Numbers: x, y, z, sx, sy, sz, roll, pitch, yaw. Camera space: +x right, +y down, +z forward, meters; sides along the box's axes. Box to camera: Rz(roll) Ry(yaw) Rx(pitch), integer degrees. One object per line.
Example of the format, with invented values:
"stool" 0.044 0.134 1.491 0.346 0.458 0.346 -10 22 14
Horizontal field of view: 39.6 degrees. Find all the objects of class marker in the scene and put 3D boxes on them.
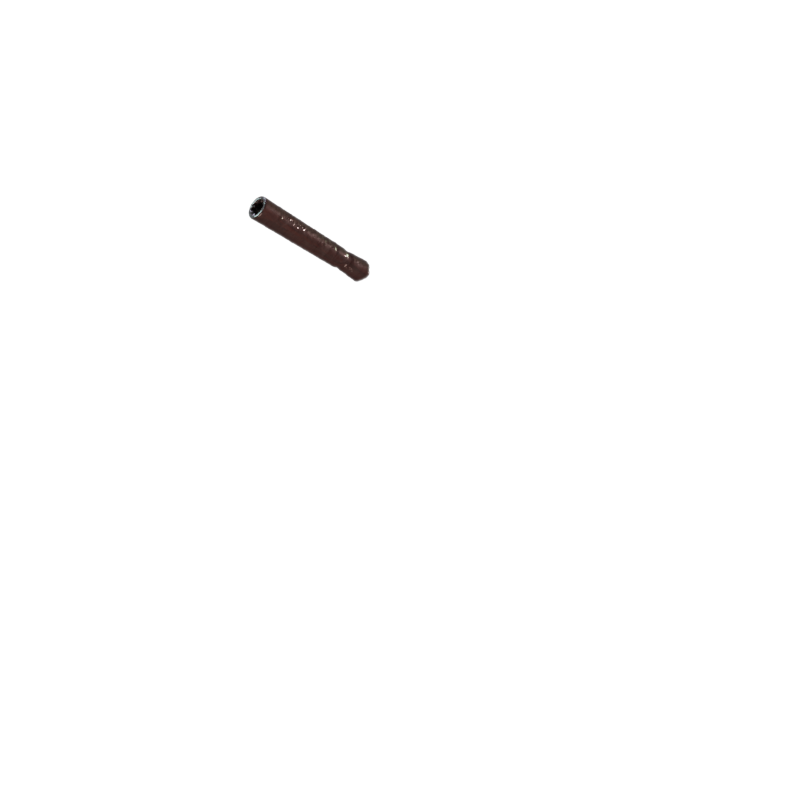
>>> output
"marker" -0.067 -0.123 0.860 0.113 0.020 0.021 28 -15 -38
